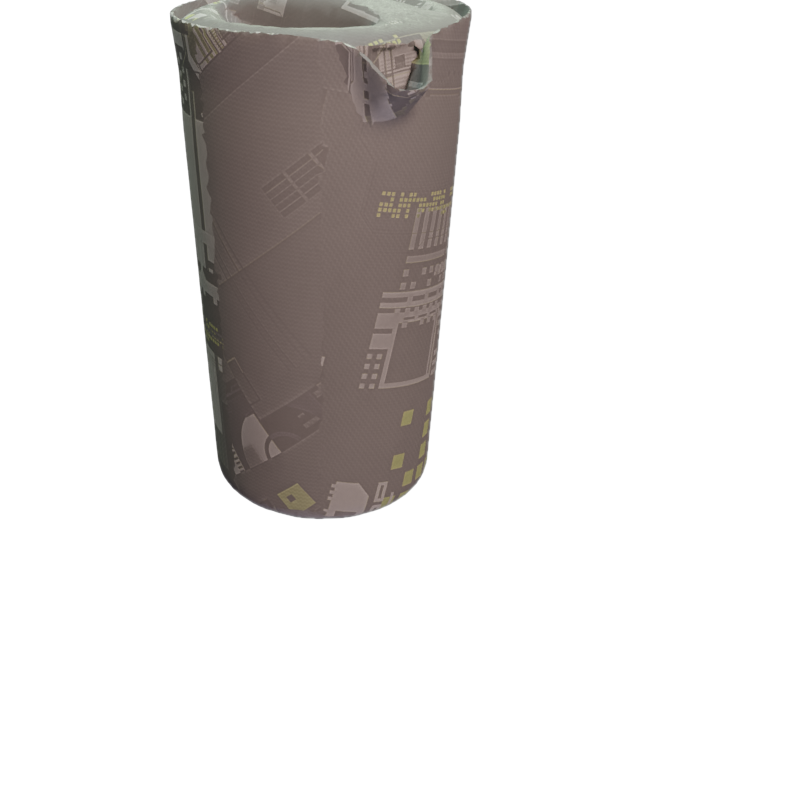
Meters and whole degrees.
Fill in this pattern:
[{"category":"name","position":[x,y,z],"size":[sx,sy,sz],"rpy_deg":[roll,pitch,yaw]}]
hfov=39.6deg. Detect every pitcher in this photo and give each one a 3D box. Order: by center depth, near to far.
[{"category":"pitcher","position":[-0.042,-0.077,0.540],"size":[0.149,0.231,0.153],"rpy_deg":[8,24,14]}]
